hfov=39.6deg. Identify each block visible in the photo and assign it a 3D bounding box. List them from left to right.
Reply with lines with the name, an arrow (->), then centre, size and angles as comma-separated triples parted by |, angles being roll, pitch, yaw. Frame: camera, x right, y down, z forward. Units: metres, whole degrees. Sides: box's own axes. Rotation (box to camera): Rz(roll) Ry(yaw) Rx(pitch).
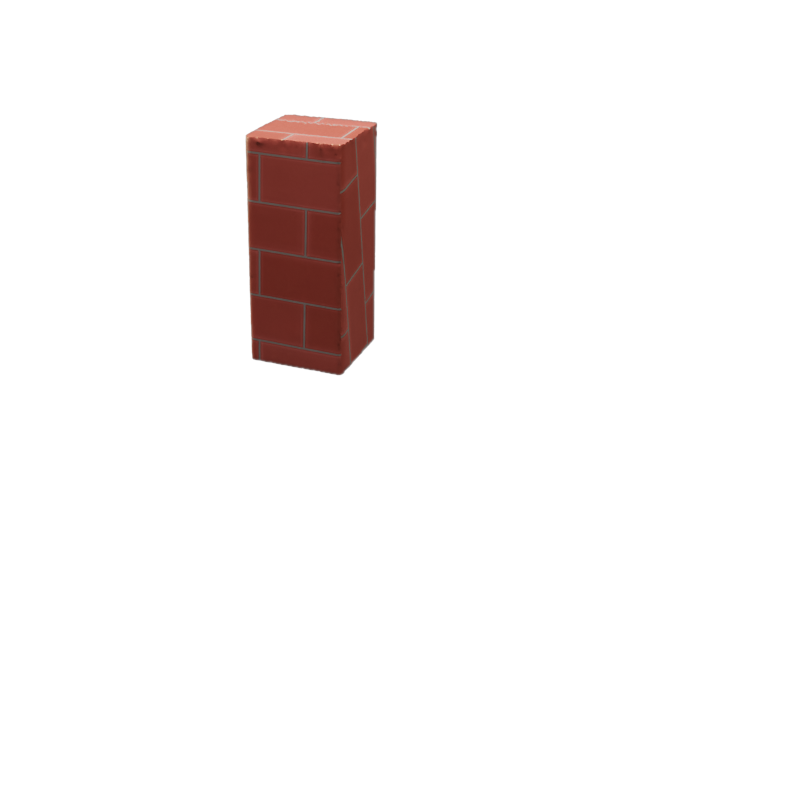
block -> -0.077, -0.140, 0.979 | 0.094, 0.197, 0.092 | 9, 23, 19
